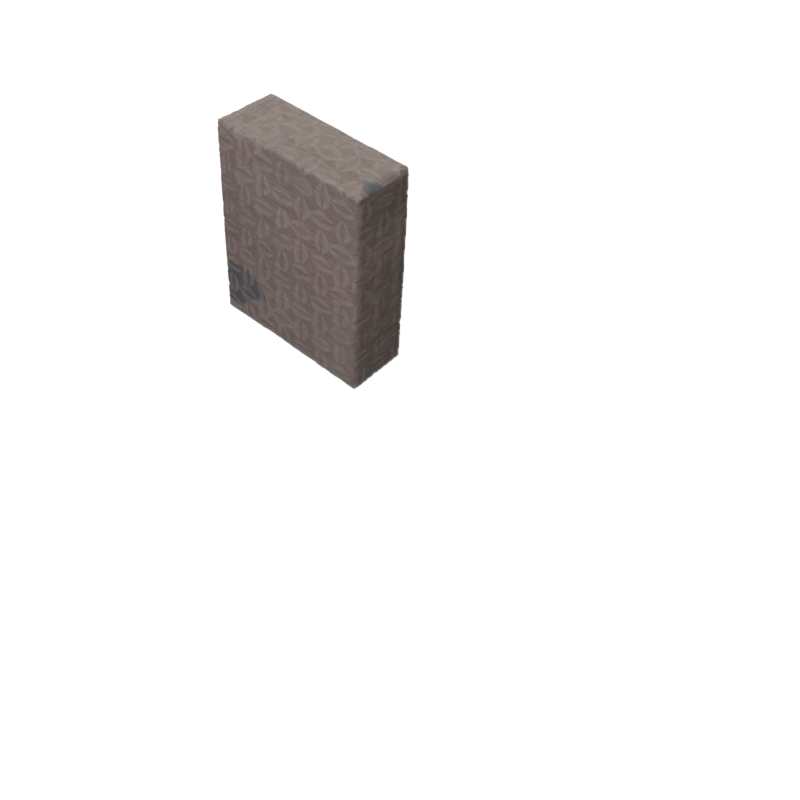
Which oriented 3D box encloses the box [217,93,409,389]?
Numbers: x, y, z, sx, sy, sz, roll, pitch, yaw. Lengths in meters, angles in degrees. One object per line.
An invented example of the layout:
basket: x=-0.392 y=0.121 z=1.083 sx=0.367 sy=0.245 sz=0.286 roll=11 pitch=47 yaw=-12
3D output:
box: x=-0.076 y=-0.138 z=0.968 sx=0.175 sy=0.199 sz=0.072 roll=34 pitch=51 yaw=29
